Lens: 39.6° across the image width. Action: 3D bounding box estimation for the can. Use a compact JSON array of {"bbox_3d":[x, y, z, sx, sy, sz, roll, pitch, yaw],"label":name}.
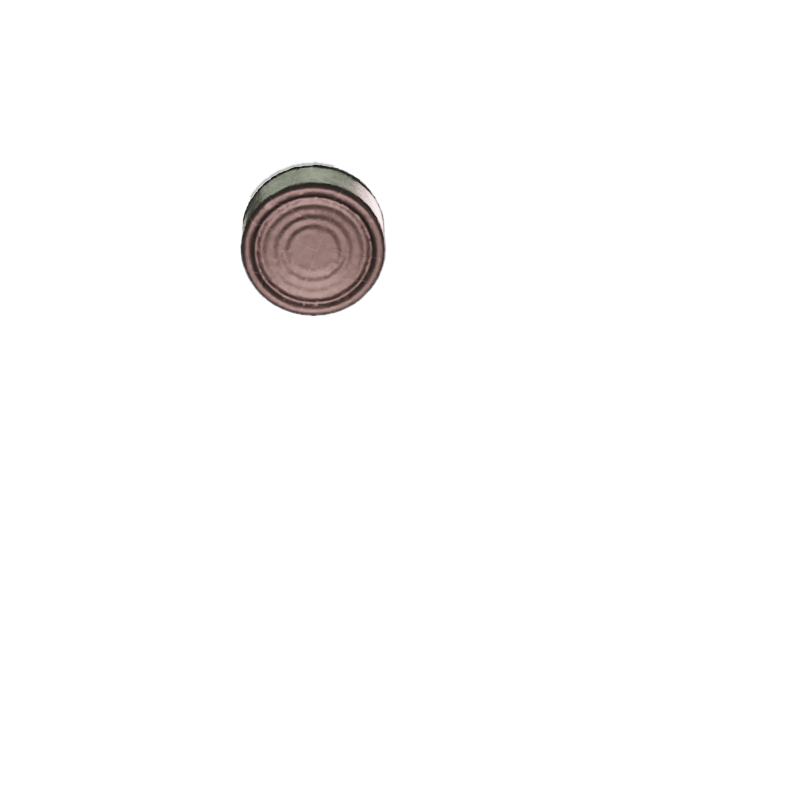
[{"bbox_3d":[-0.051,-0.093,0.653,0.086,0.081,0.035,1,27,-1],"label":"can"}]
